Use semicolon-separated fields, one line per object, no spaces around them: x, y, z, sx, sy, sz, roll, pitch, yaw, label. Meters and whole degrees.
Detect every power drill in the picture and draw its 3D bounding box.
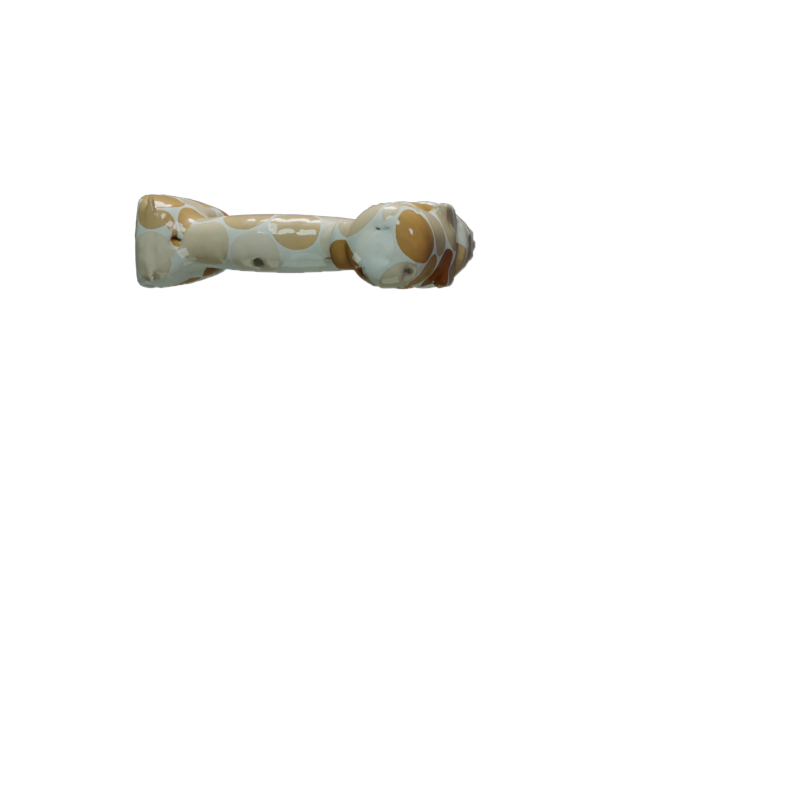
-0.053;-0.097;0.681;0.192;0.057;0.181;2;6;16;power drill
